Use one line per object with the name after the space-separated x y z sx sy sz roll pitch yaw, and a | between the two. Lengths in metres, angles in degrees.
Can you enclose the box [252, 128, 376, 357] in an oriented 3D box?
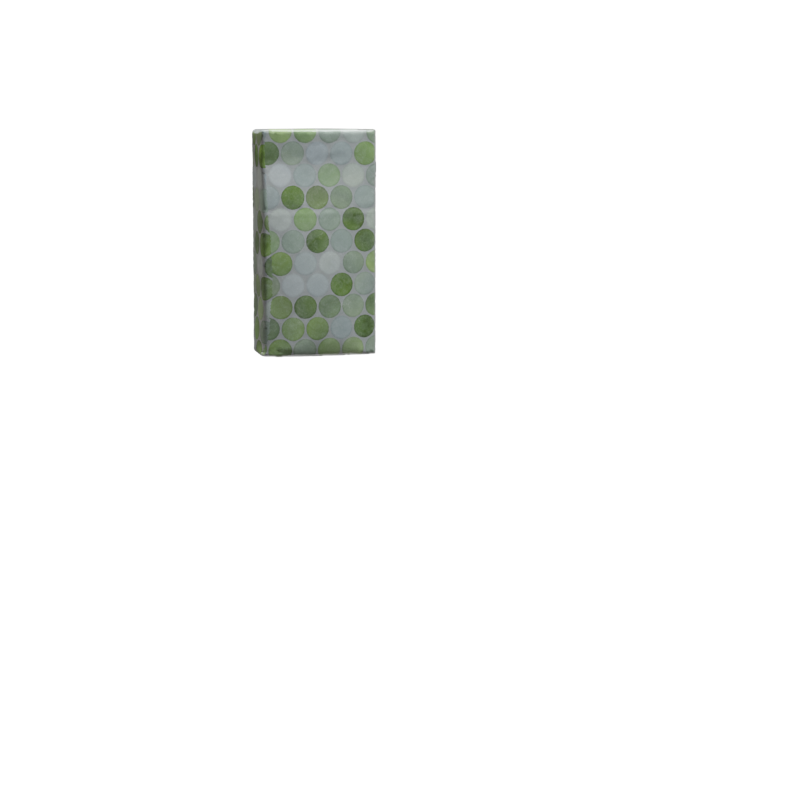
-0.068 -0.124 0.867 0.091 0.175 0.049 -1 4 -16 | box
